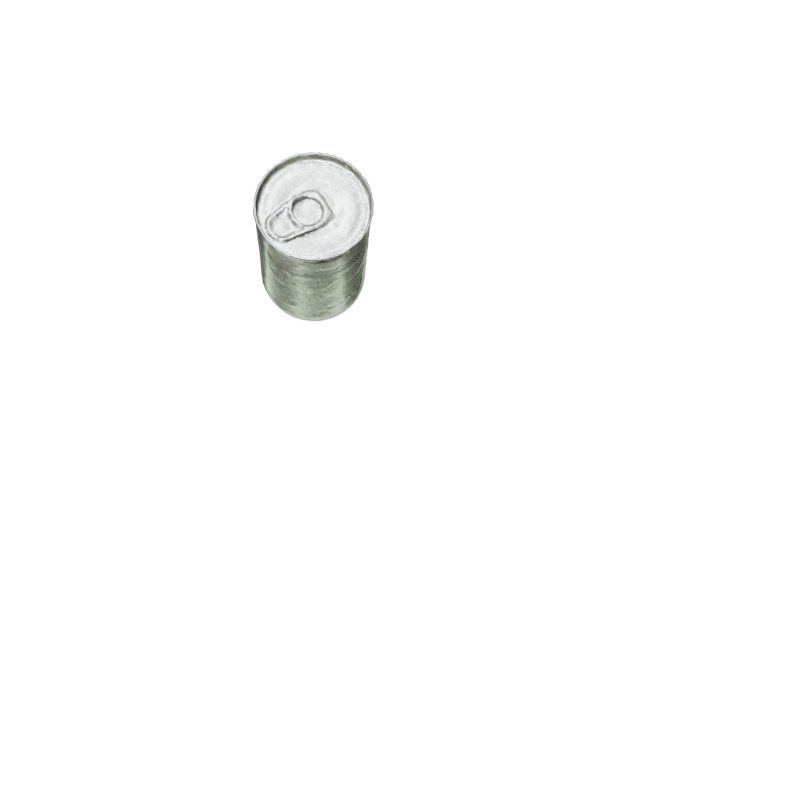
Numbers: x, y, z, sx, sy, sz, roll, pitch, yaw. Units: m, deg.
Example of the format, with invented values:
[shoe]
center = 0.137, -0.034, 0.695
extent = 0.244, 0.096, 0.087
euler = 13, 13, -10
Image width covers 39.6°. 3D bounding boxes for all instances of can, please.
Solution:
[can]
center = -0.052, -0.095, 0.669
extent = 0.068, 0.072, 0.097
euler = 0, -19, -3
